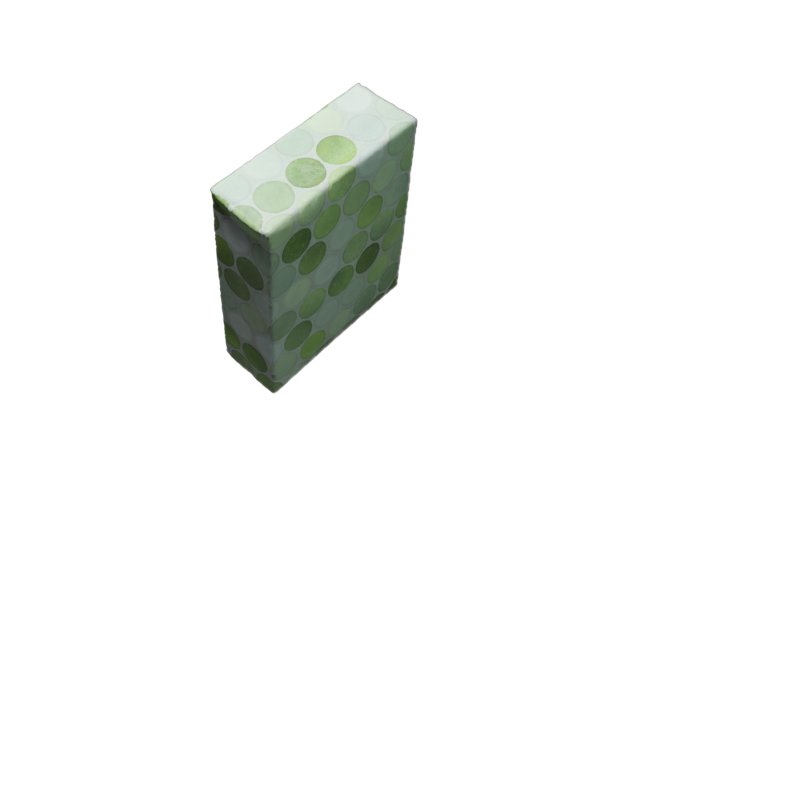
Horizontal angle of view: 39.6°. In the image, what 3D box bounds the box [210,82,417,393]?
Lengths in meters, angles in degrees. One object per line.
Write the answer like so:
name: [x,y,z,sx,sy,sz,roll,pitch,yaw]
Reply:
box: [-0.071,-0.129,0.902,0.076,0.166,0.200,37,-29,20]
